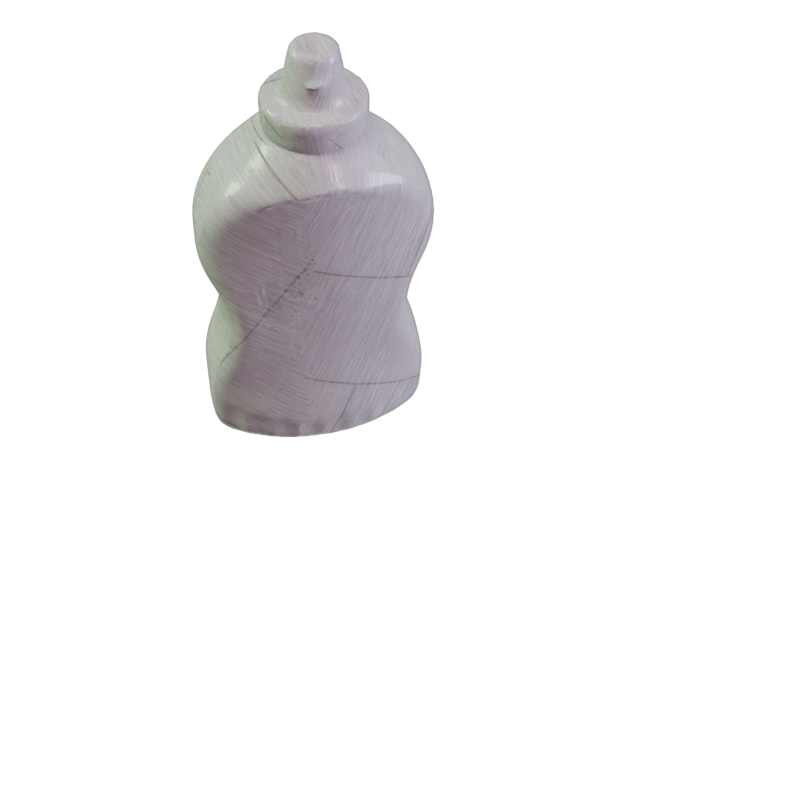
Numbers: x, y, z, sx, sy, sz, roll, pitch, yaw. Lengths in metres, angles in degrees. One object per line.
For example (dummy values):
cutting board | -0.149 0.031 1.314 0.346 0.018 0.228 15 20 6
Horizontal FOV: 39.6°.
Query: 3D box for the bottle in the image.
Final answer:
bottle | -0.035 -0.064 0.454 0.095 0.063 0.179 -6 -42 -9
